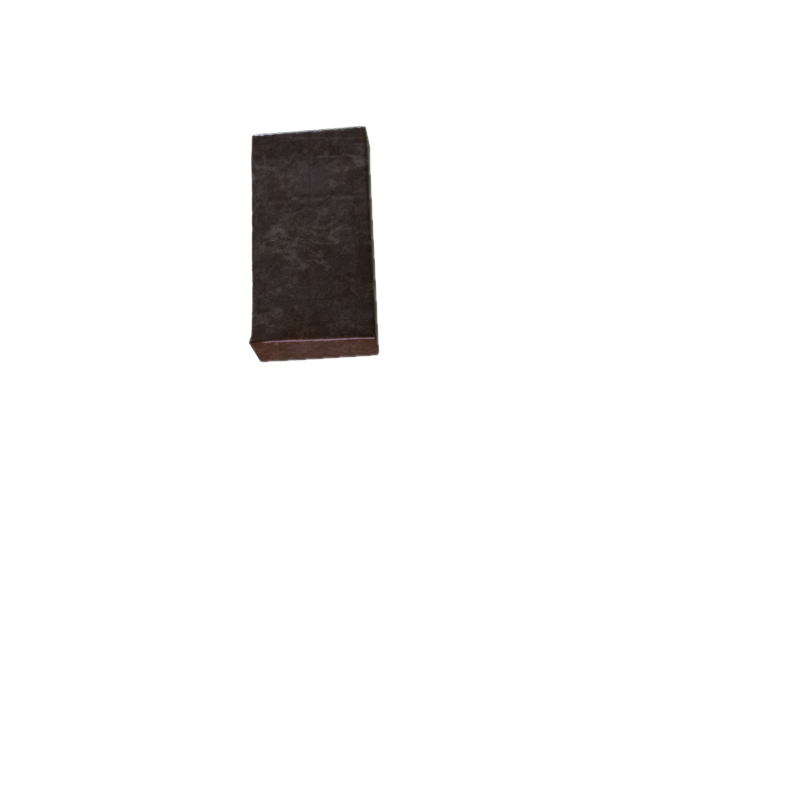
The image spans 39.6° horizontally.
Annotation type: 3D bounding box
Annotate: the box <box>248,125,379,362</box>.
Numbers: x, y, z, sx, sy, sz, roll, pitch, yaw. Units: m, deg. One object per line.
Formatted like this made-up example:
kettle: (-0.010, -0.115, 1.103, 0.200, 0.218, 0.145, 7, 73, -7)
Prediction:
box: (-0.066, -0.120, 0.843, 0.094, 0.186, 0.045, -4, -25, 5)
